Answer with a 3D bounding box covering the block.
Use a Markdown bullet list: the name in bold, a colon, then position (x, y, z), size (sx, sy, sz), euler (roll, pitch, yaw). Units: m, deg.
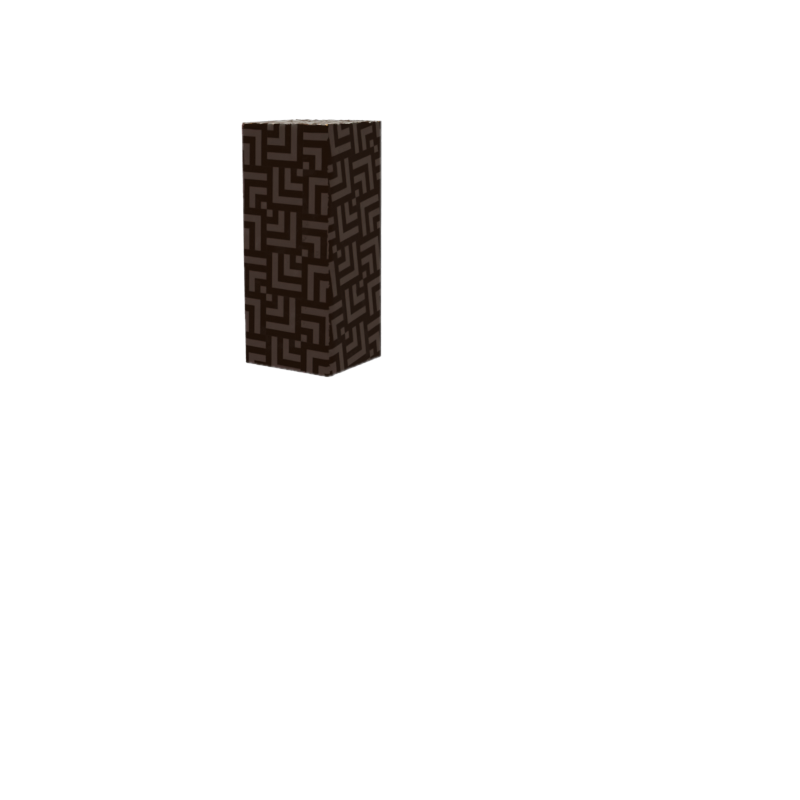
- **block**: position (-0.075, -0.135, 0.949), size (0.094, 0.202, 0.088), euler (7, 12, 31)
